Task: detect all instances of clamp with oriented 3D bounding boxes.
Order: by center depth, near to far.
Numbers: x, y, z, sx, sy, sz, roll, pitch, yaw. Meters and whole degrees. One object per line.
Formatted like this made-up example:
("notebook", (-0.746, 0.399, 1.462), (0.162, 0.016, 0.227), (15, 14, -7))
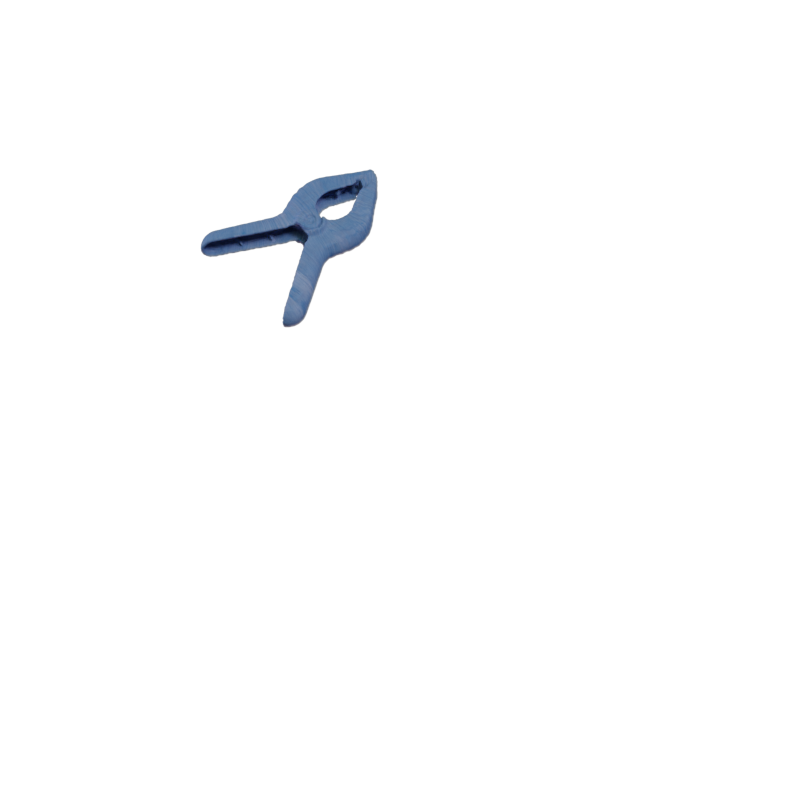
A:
("clamp", (-0.077, -0.140, 0.984), (0.172, 0.127, 0.037), (-34, -22, -16))
